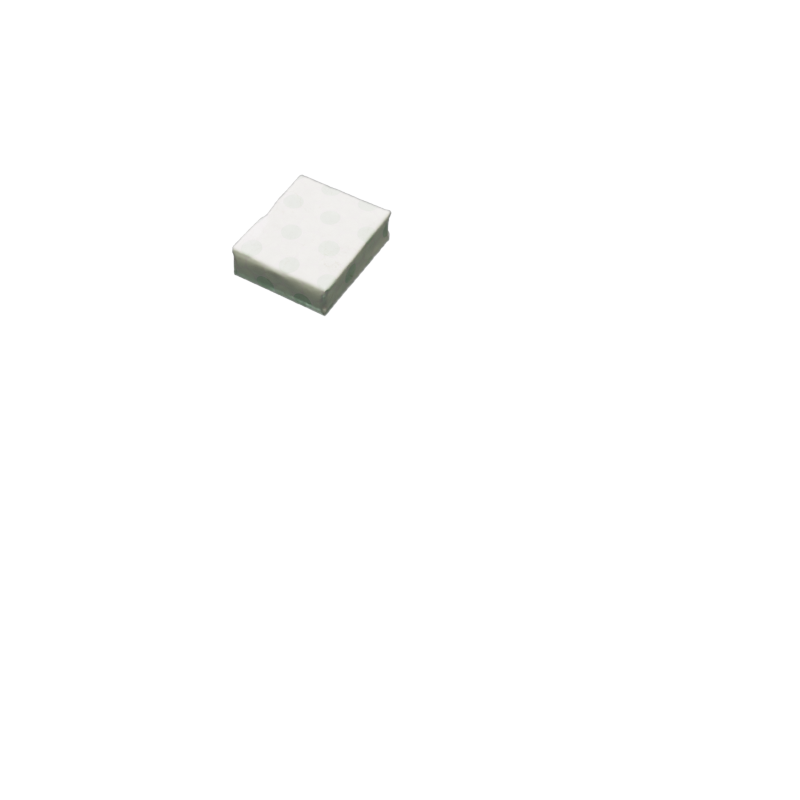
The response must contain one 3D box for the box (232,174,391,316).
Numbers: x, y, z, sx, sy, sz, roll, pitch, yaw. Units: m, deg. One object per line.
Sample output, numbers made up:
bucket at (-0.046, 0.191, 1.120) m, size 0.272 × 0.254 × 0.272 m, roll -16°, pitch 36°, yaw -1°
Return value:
box at (-0.058, -0.106, 0.745) m, size 0.076 × 0.028 × 0.092 m, roll 24°, pitch 53°, yaw 19°
